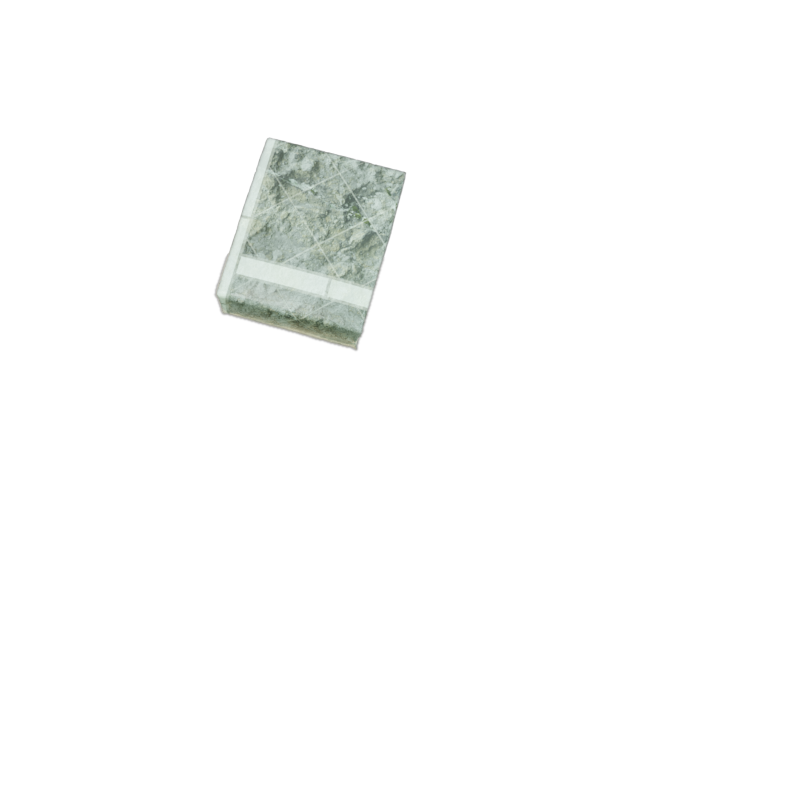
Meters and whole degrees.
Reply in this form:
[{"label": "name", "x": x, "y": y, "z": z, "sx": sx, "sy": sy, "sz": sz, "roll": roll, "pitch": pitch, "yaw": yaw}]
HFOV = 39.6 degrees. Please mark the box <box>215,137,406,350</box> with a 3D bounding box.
[{"label": "box", "x": -0.053, "y": -0.097, "z": 0.677, "sx": 0.091, "sy": 0.118, "sz": 0.037, "roll": 13, "pitch": -20, "yaw": 4}]
